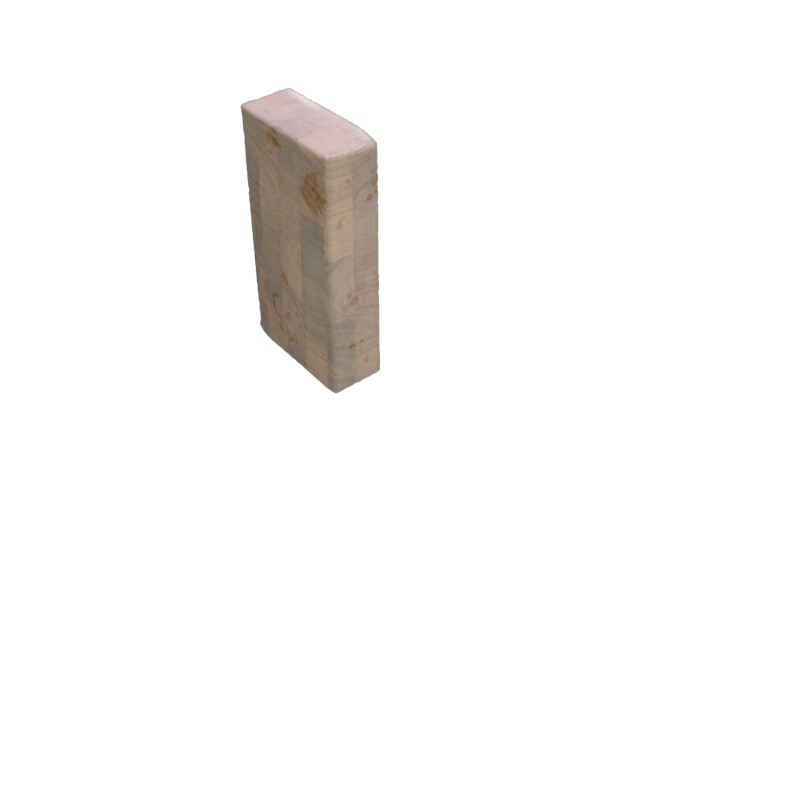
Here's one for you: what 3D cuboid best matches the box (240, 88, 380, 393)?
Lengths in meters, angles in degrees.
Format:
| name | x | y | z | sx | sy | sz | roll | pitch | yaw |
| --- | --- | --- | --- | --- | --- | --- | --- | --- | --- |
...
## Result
| name | x | y | z | sx | sy | sz | roll | pitch | yaw |
| --- | --- | --- | --- | --- | --- | --- | --- | --- | --- |
| box | -0.055 | -0.101 | 0.710 | 0.048 | 0.165 | 0.100 | -22 | 43 | -31 |
